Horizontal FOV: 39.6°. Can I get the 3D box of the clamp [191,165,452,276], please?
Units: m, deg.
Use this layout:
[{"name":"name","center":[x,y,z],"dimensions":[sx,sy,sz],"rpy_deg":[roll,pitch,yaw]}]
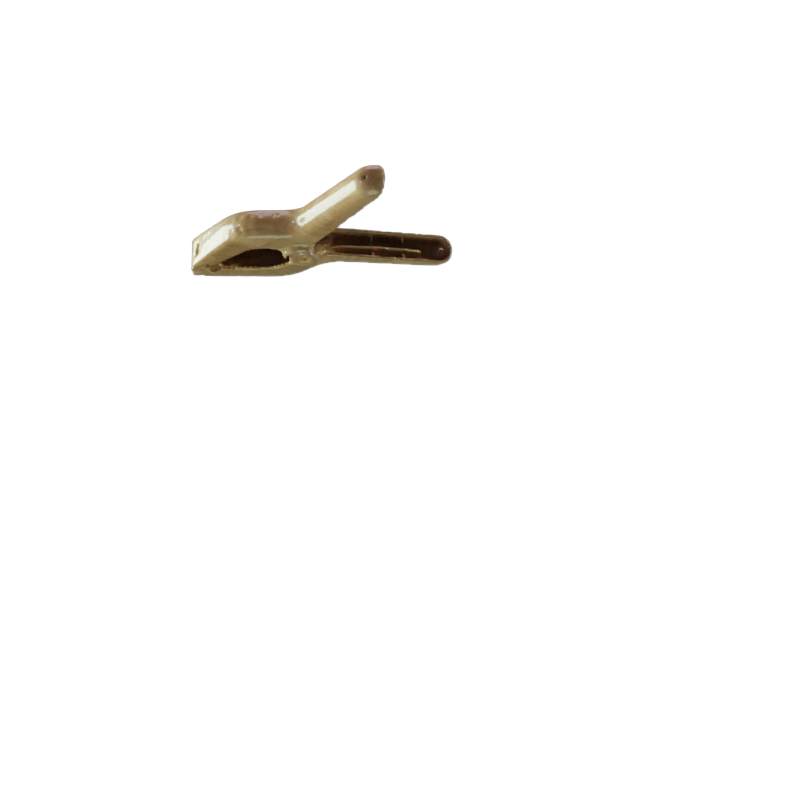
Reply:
[{"name":"clamp","center":[-0.070,-0.128,0.896],"dimensions":[0.214,0.038,0.154],"rpy_deg":[-9,-19,28]}]
